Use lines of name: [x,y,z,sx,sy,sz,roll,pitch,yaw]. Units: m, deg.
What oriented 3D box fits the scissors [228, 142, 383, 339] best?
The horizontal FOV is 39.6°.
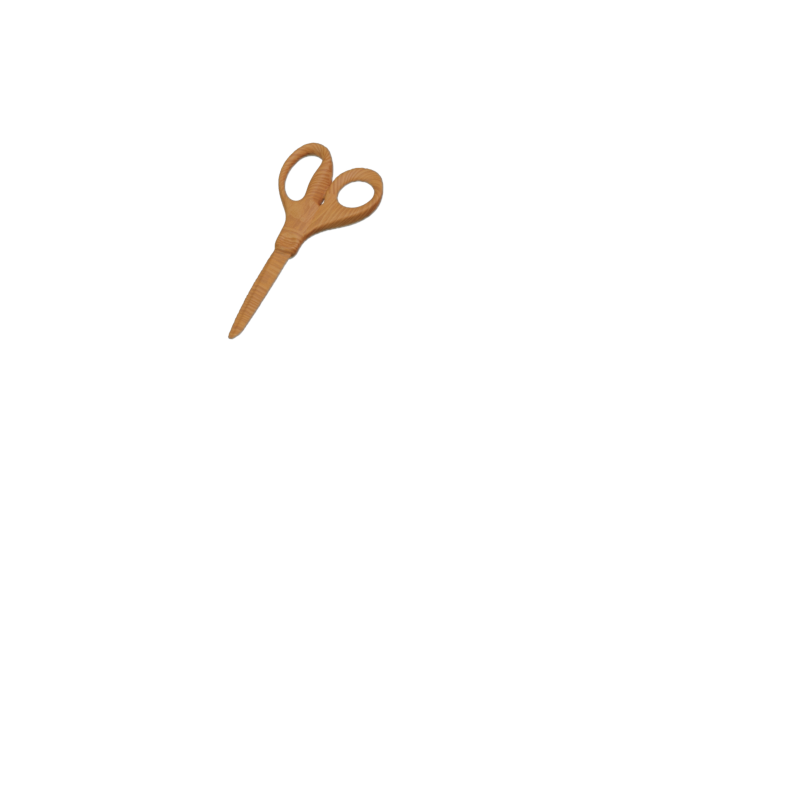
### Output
scissors: [-0.069,-0.125,0.877,0.097,0.214,0.015,6,-35,4]
